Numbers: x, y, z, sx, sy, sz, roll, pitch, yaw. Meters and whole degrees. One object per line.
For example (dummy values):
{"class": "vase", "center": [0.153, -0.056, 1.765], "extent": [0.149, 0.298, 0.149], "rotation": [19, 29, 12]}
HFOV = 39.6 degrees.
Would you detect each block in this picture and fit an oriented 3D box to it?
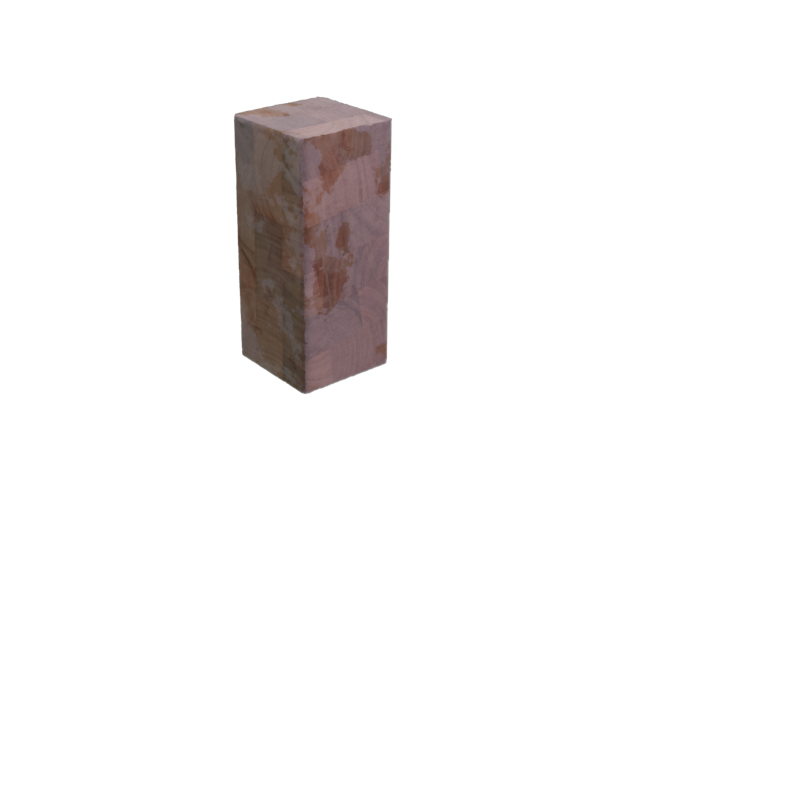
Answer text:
{"class": "block", "center": [-0.069, -0.125, 0.876], "extent": [0.089, 0.196, 0.097], "rotation": [-18, 31, -37]}
